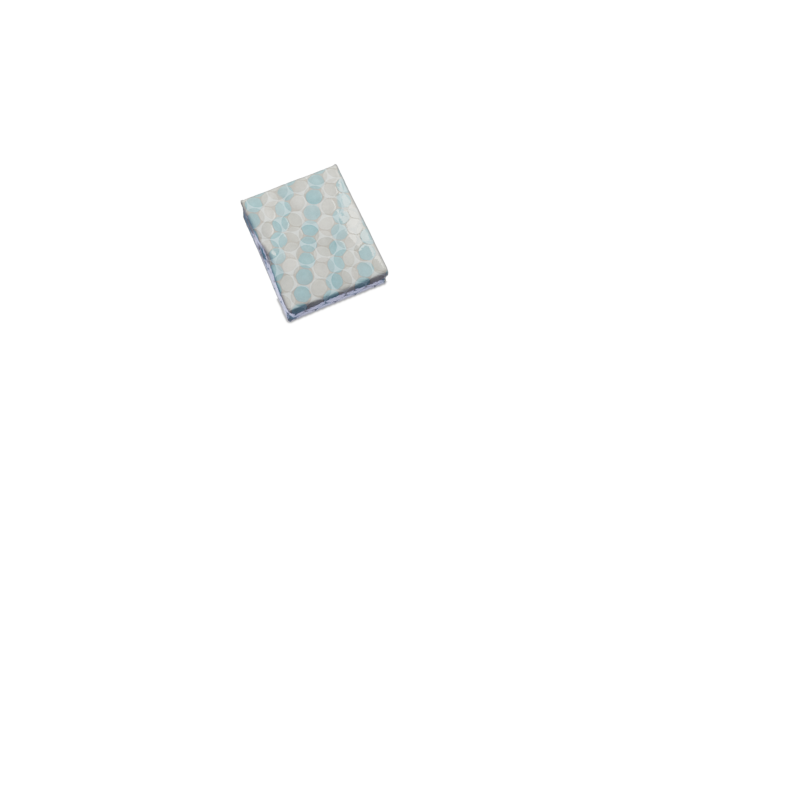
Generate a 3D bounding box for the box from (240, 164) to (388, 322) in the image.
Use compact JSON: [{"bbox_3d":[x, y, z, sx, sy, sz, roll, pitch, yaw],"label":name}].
[{"bbox_3d":[-0.059,-0.108,0.756,0.073,0.094,0.029,-22,-18,-8],"label":"box"}]
